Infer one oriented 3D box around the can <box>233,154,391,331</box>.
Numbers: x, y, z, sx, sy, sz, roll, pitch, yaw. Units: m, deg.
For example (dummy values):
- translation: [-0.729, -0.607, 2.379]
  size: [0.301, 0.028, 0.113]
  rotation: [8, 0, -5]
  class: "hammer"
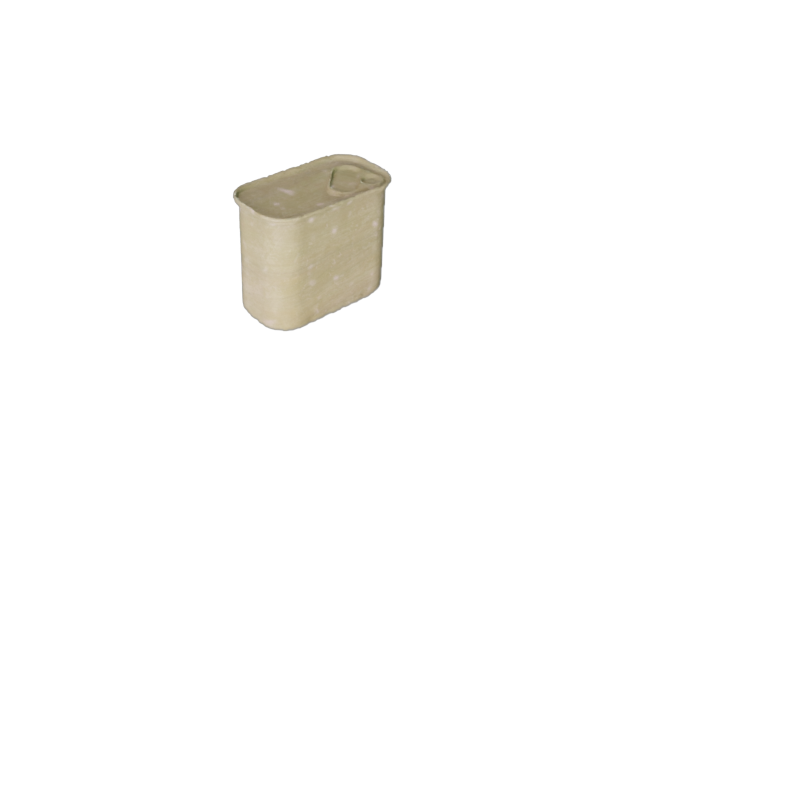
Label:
- translation: [-0.056, -0.103, 0.719]
  size: [0.101, 0.079, 0.062]
  rotation: [-26, 42, -34]
  class: "can"
